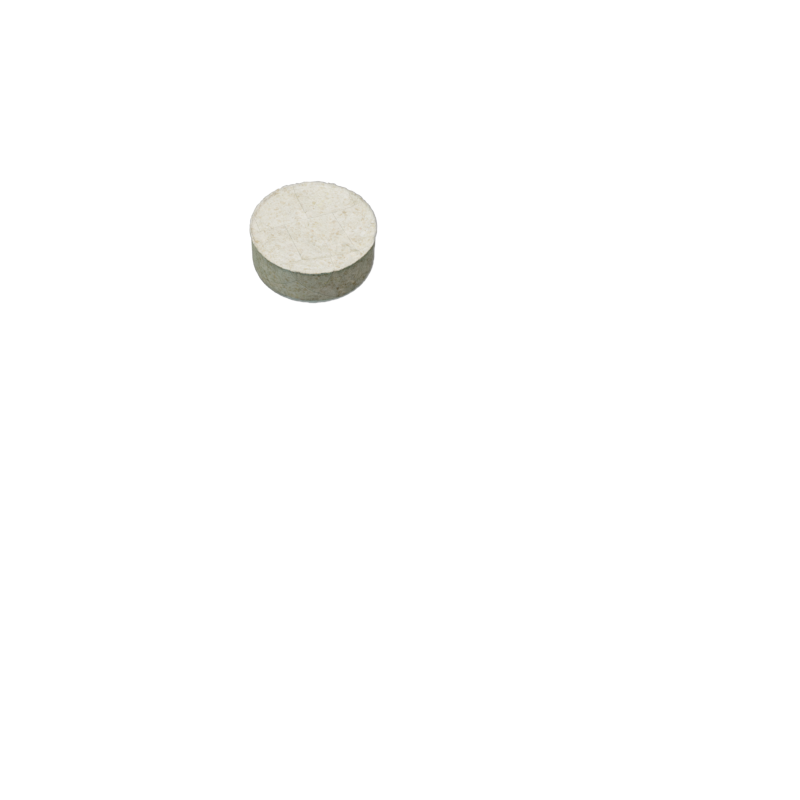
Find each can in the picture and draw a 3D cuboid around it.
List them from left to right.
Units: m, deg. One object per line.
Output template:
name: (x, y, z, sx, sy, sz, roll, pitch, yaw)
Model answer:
can: (-0.059, -0.108, 0.754, 0.086, 0.092, 0.031, -1, -40, -1)
